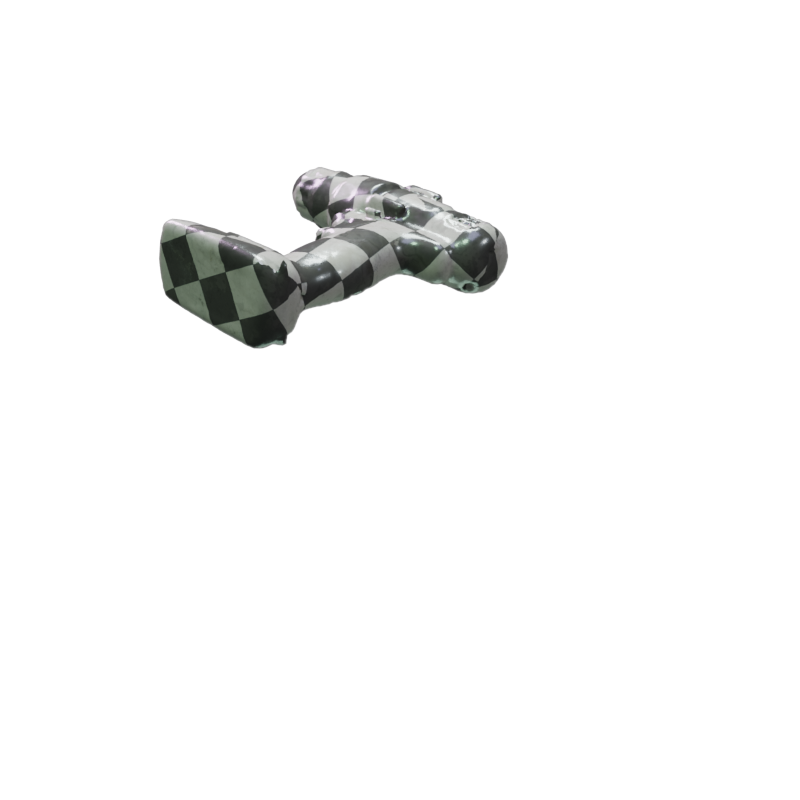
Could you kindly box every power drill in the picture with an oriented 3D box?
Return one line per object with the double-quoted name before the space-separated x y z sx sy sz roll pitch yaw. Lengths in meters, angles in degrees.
"power drill" -0.055 -0.100 0.702 0.185 0.054 0.197 -22 34 -37
